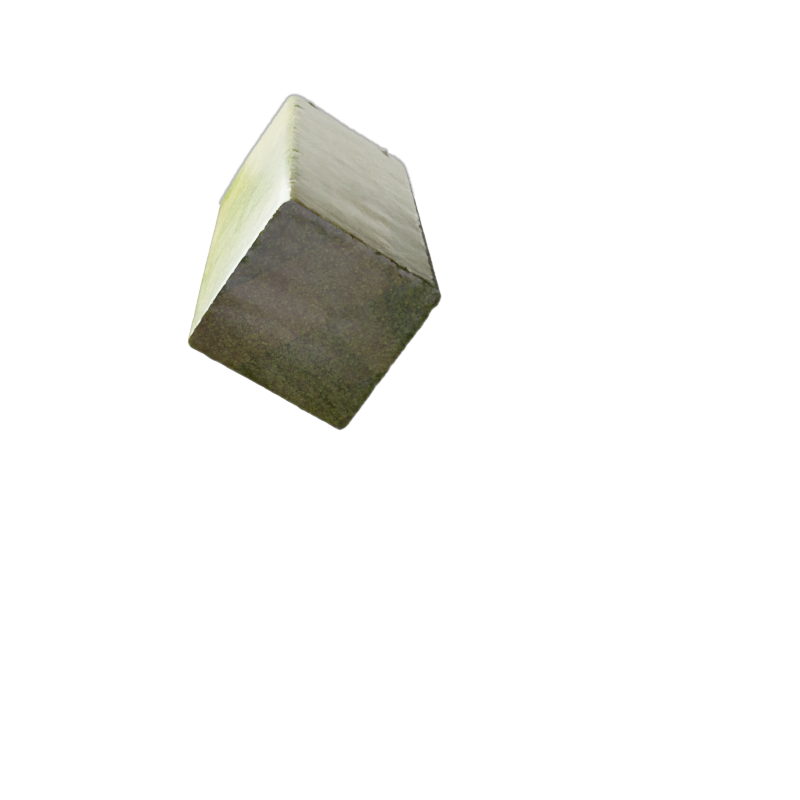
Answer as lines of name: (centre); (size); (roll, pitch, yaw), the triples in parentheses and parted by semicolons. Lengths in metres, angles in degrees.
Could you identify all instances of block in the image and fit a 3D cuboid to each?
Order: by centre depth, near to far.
block: (-0.048, -0.088, 0.613); (0.088, 0.088, 0.218); (30, 21, -17)
